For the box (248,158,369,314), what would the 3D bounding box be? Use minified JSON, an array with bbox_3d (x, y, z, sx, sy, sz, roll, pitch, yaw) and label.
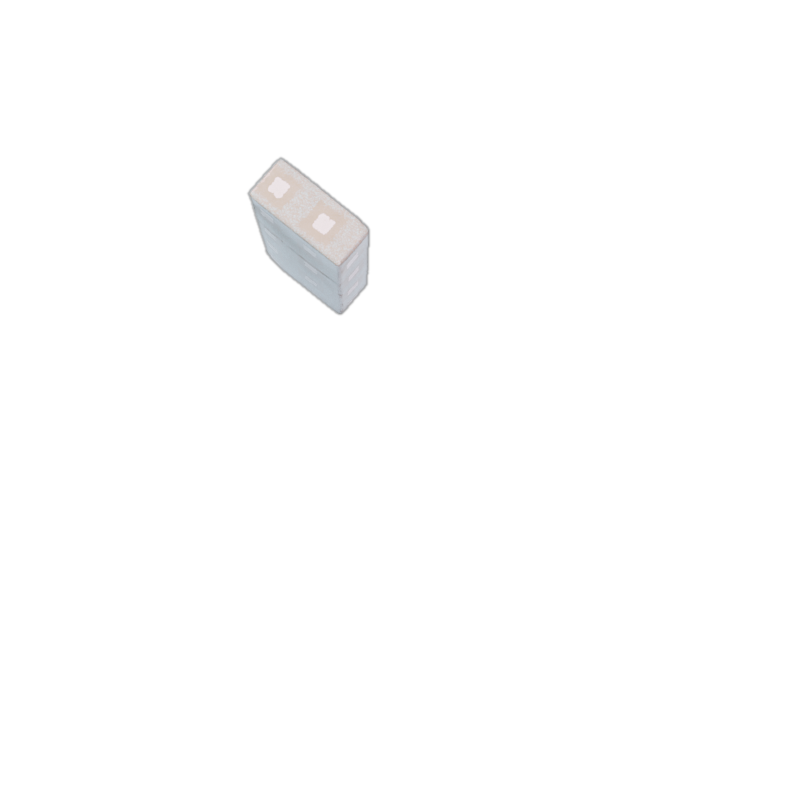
[{"bbox_3d":[-0.072,-0.132,0.921,0.095,0.048,0.171,40,-10,5],"label":"box"}]
